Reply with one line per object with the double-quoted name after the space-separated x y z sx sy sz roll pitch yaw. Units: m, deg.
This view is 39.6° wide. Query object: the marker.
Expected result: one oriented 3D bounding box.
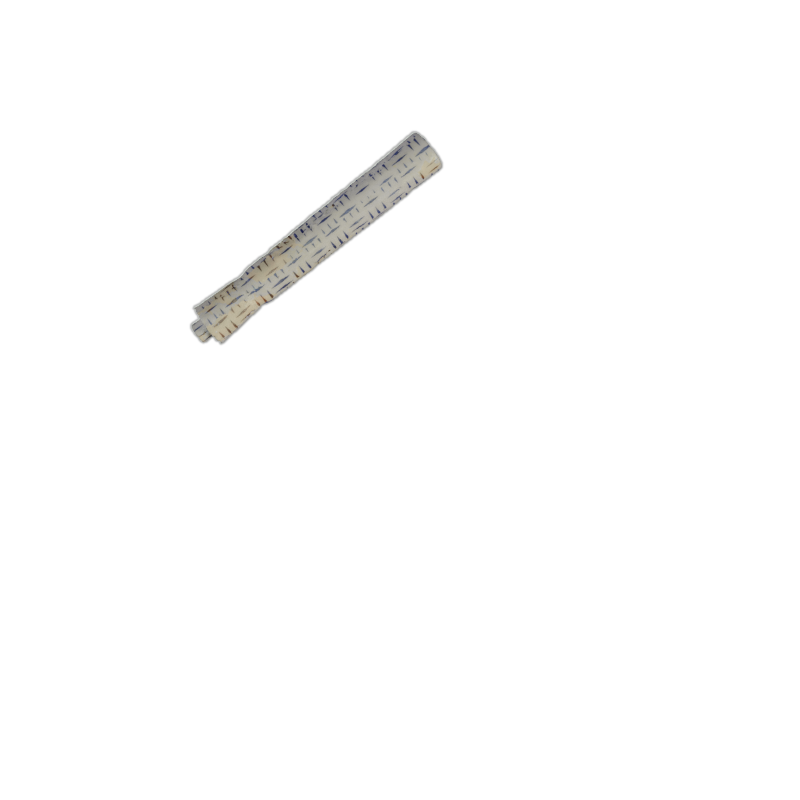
-0.035 -0.064 0.450 0.121 0.020 0.020 -39 5 -1 "marker"
